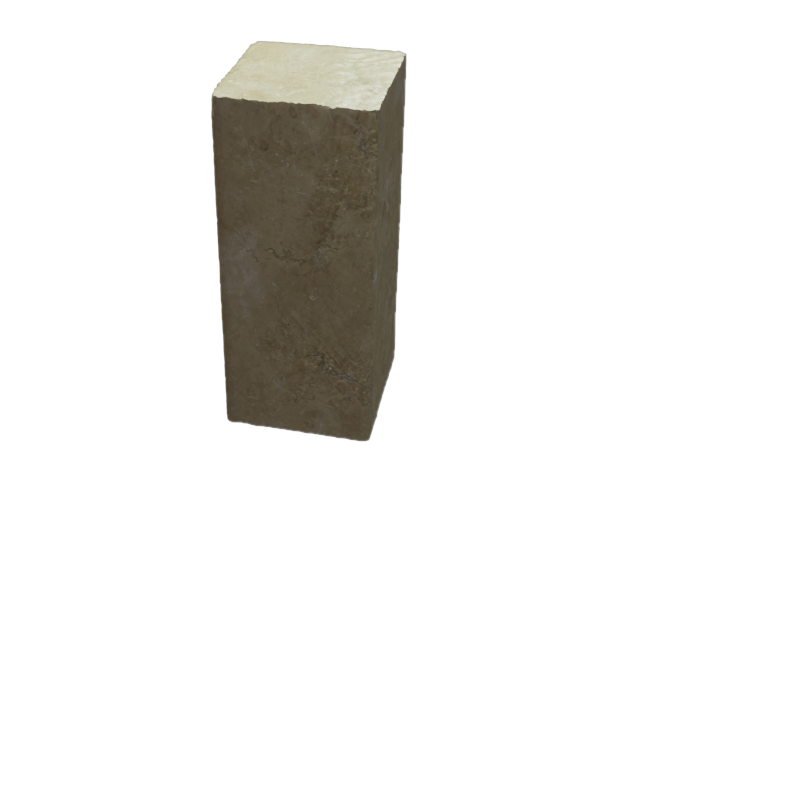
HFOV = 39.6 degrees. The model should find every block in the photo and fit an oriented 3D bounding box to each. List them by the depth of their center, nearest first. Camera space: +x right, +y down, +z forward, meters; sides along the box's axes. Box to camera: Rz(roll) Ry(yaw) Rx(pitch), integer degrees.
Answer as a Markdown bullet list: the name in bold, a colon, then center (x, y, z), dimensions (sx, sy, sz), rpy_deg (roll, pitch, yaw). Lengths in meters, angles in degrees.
- **block**: center (-0.050, -0.091, 0.636), dimensions (0.091, 0.194, 0.095), rpy_deg (7, 33, 8)
